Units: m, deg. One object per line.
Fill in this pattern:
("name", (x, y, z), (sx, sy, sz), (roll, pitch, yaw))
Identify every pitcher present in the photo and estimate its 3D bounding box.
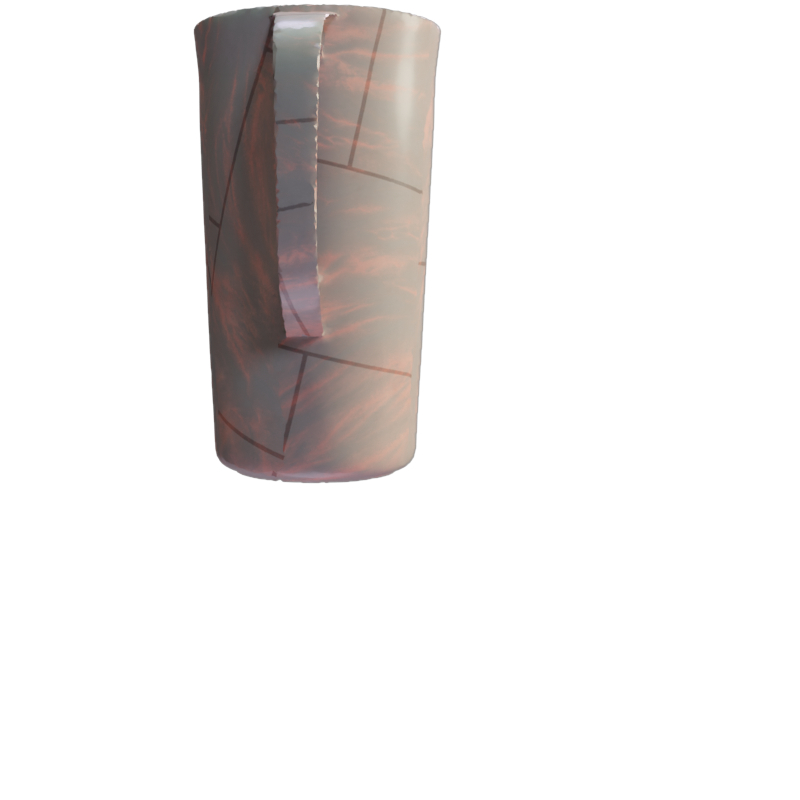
("pitcher", (-0.046, -0.084, 0.588), (0.143, 0.244, 0.151), (0, 1, -43))
